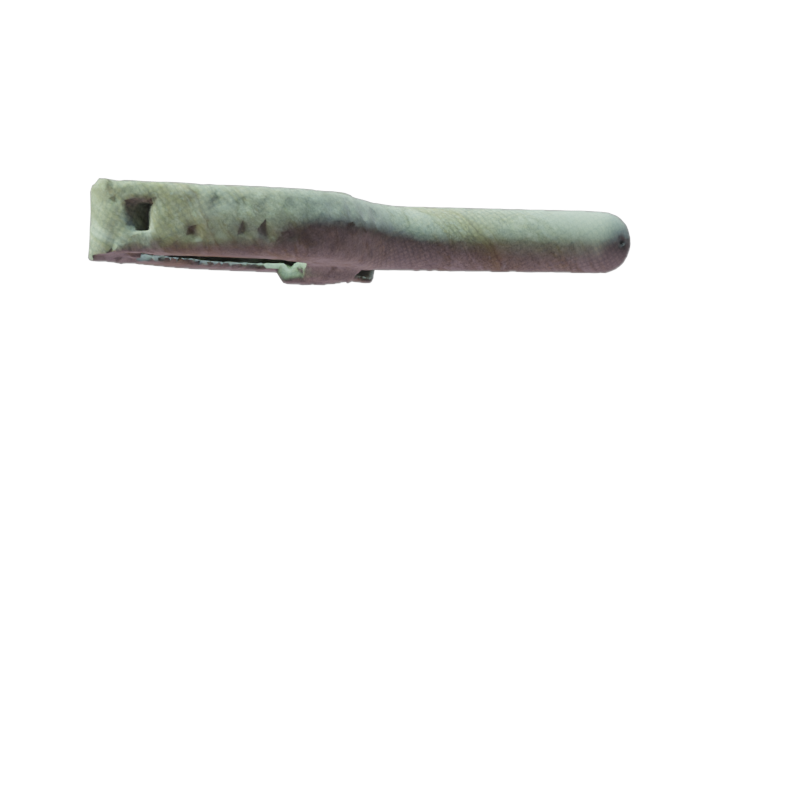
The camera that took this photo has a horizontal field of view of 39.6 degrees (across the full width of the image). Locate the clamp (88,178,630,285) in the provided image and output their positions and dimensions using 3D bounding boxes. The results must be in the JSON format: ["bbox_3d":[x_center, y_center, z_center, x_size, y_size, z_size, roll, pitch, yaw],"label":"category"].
[{"bbox_3d":[-0.036,-0.065,0.458,0.202,0.037,0.170,-2,3,-35],"label":"clamp"}]
